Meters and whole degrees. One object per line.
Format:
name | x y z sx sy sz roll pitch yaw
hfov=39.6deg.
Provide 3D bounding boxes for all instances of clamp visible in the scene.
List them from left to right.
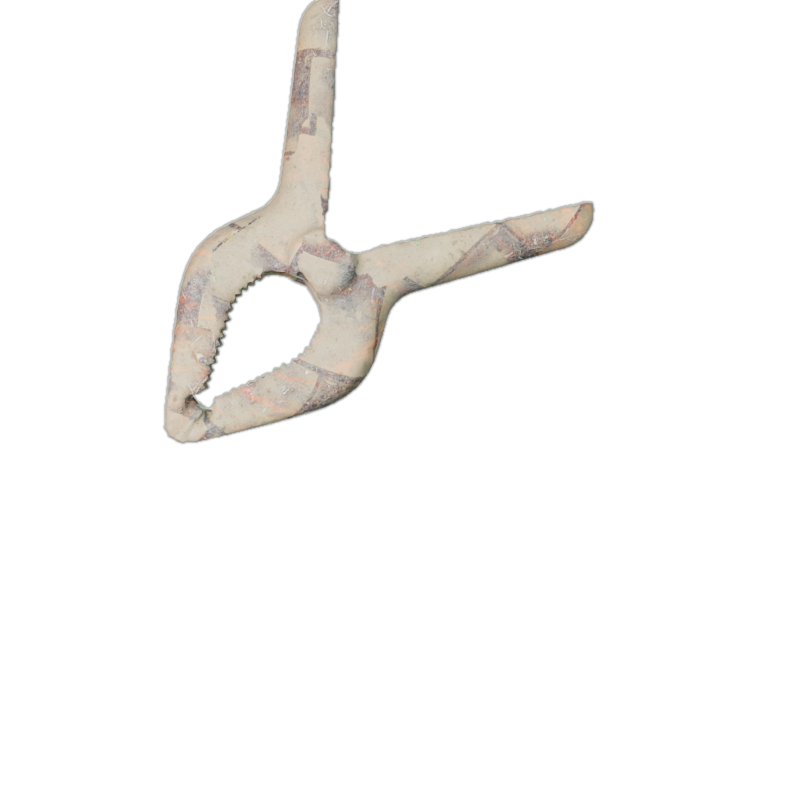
clamp | -0.039 -0.072 0.504 0.211 0.167 0.036 -43 -6 -6
